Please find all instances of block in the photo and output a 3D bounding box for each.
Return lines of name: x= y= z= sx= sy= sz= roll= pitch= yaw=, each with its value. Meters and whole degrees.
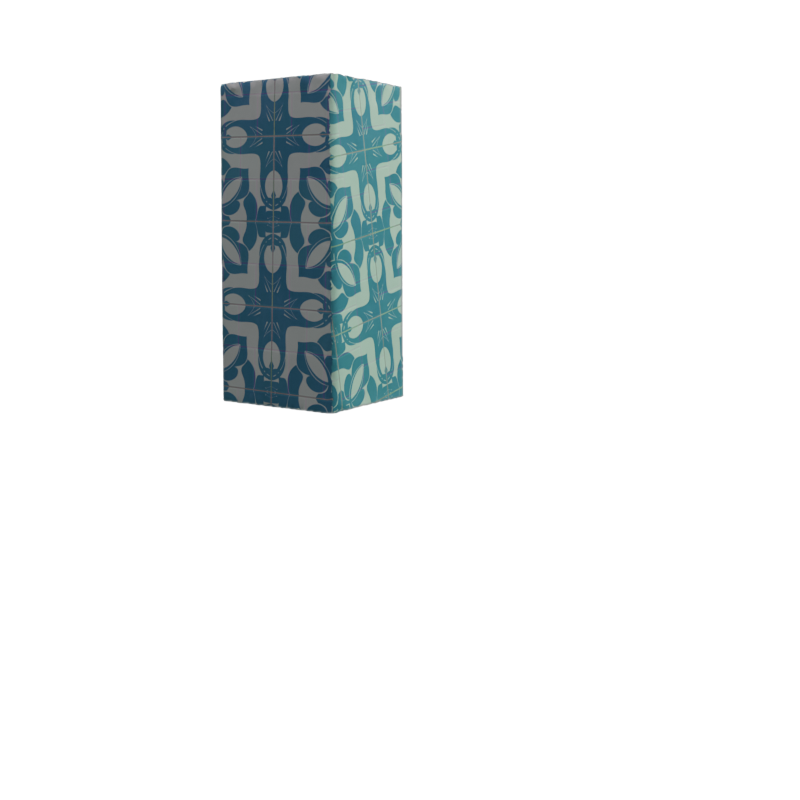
block: x=-0.058 y=-0.104 z=0.728 sx=0.094 sy=0.205 sz=0.087 roll=2 pitch=3 yaw=33
